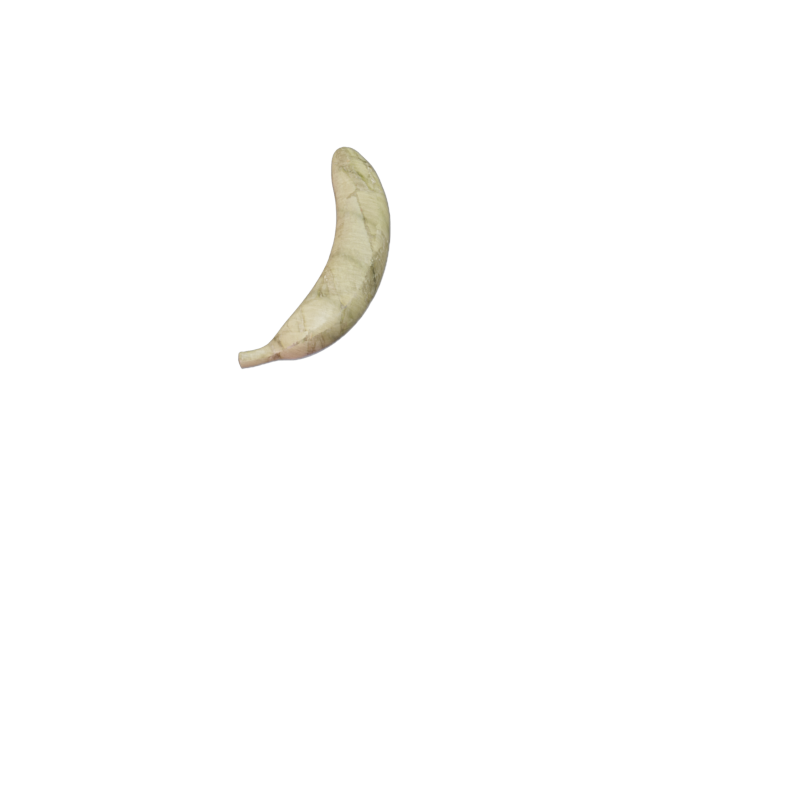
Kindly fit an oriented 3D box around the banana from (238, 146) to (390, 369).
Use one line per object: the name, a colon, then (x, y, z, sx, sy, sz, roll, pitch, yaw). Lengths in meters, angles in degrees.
banana: (-0.042, -0.098, 0.738, 0.071, 0.207, 0.034, 14, -36, 10)
